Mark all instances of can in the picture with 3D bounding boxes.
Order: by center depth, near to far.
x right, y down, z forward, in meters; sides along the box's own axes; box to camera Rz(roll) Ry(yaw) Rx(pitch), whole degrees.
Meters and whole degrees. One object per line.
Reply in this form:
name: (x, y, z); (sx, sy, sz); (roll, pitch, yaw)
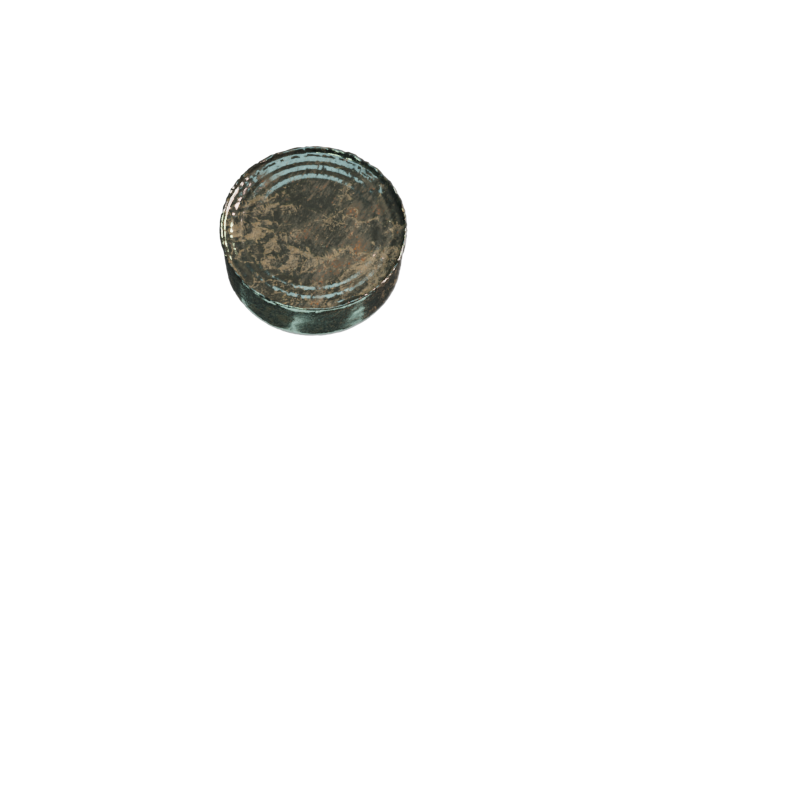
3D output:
can: (-0.041, -0.074, 0.519); (0.086, 0.091, 0.032); (-1, -26, -1)
